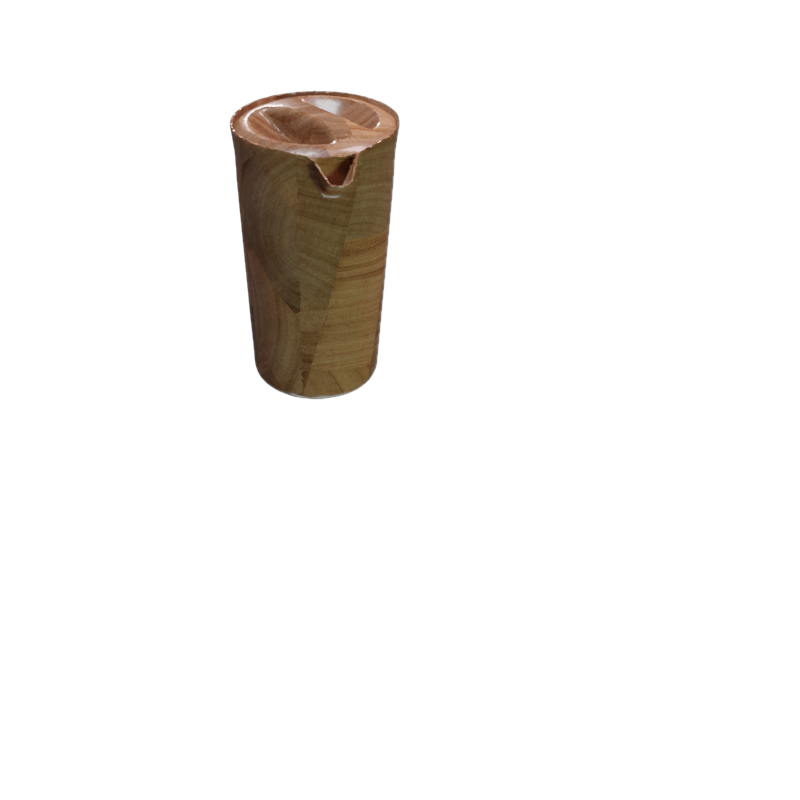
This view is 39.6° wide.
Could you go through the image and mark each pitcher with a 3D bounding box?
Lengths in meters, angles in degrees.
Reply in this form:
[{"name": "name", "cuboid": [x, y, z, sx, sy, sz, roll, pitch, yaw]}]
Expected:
[{"name": "pitcher", "cuboid": [-0.073, -0.133, 0.932, 0.151, 0.229, 0.152, 17, 34, 23]}]
